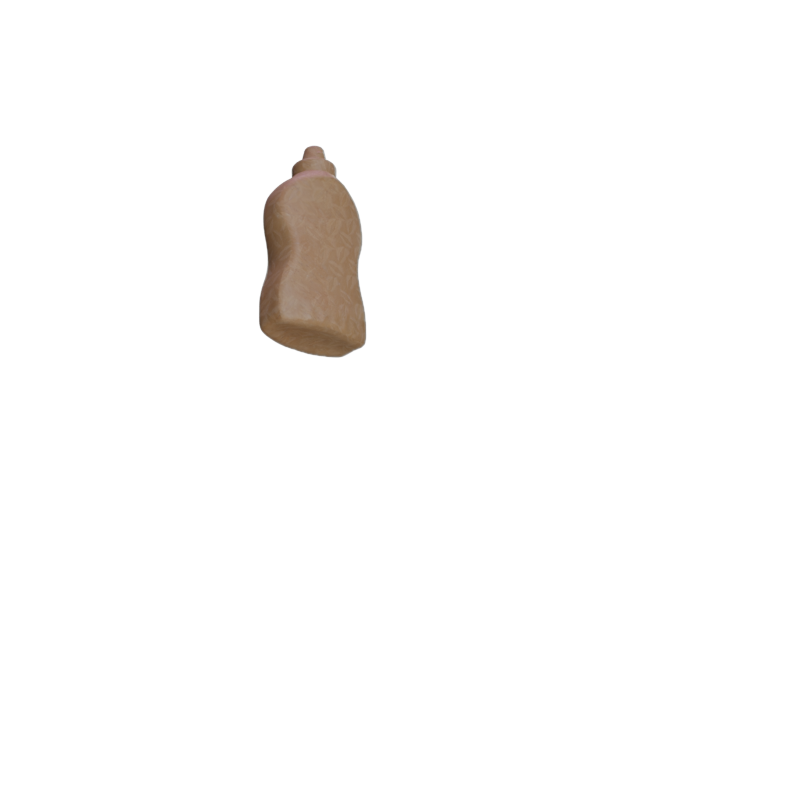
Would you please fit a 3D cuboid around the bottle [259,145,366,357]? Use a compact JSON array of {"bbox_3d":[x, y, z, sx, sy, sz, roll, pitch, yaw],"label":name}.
[{"bbox_3d":[-0.076,-0.139,0.971,0.091,0.203,0.058,18,-34,-34],"label":"bottle"}]
